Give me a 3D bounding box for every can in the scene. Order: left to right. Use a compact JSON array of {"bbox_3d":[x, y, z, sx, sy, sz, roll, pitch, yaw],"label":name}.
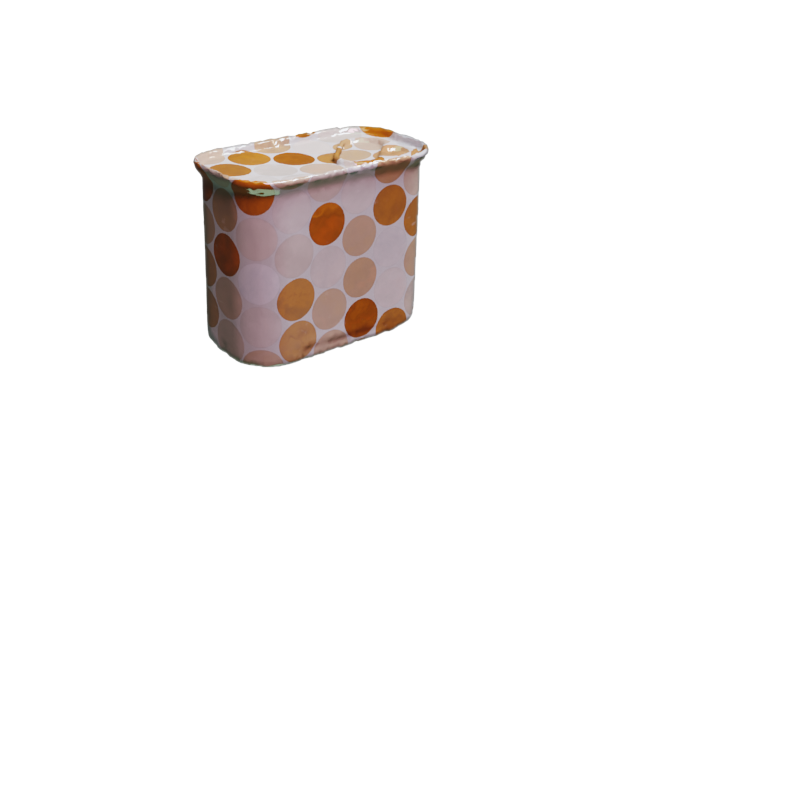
[{"bbox_3d":[-0.038,-0.070,0.491,0.100,0.080,0.061,-18,30,-35],"label":"can"}]
